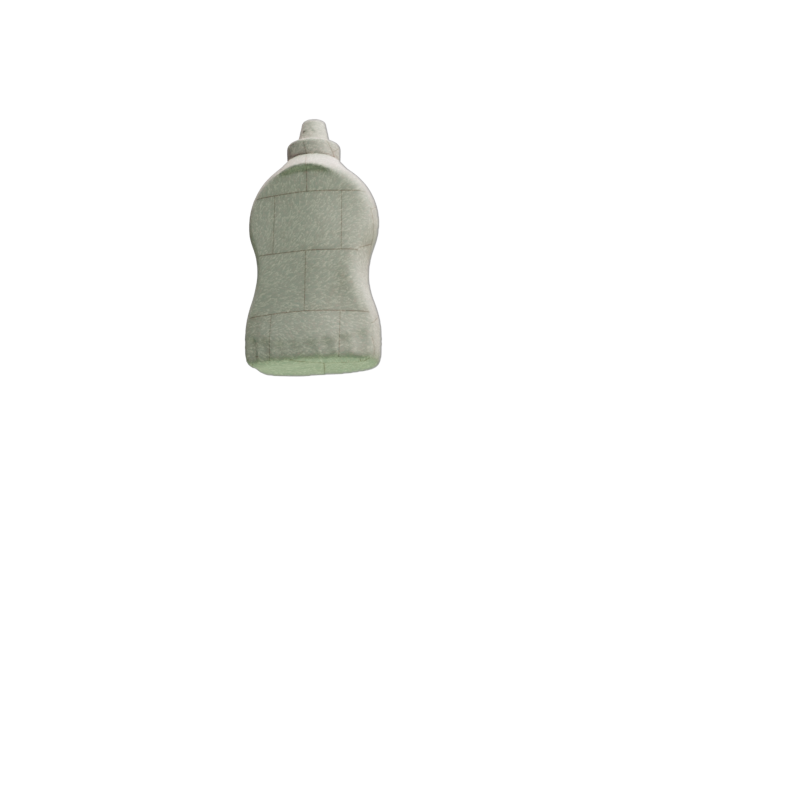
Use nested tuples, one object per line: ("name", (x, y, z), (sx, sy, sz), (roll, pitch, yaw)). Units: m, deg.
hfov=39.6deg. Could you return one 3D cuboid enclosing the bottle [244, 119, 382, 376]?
("bottle", (-0.064, -0.117, 0.817), (0.098, 0.200, 0.055), (-6, -17, 16))
